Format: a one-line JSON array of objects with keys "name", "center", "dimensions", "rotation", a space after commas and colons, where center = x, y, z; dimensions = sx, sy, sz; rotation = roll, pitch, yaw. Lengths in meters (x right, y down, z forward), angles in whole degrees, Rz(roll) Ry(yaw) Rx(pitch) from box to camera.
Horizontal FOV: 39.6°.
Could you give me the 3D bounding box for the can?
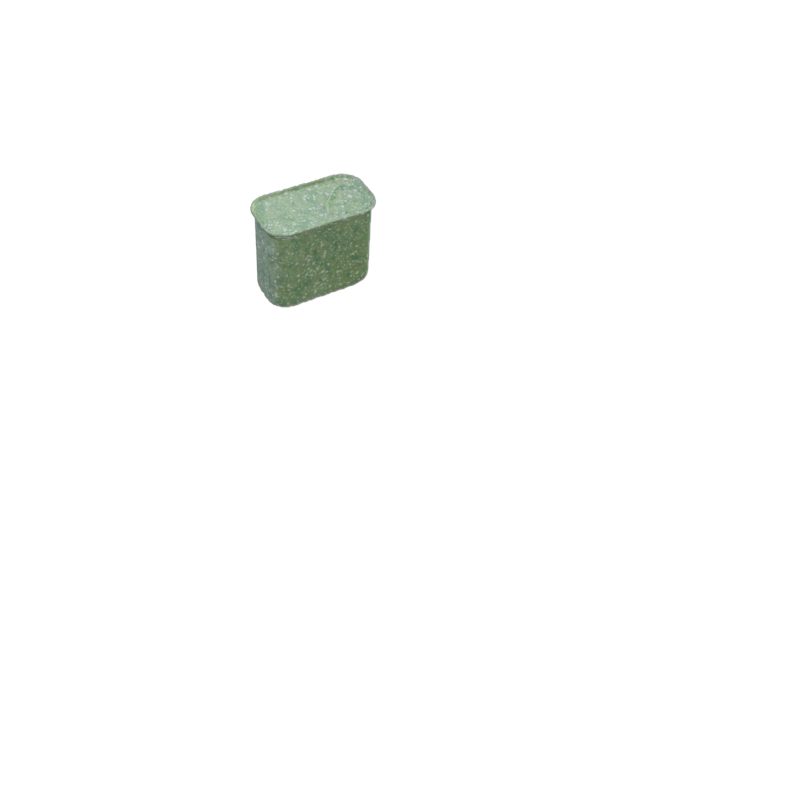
[{"name": "can", "center": [-0.073, -0.134, 0.940], "dimensions": [0.101, 0.078, 0.062], "rotation": [-20, 48, -21]}]
